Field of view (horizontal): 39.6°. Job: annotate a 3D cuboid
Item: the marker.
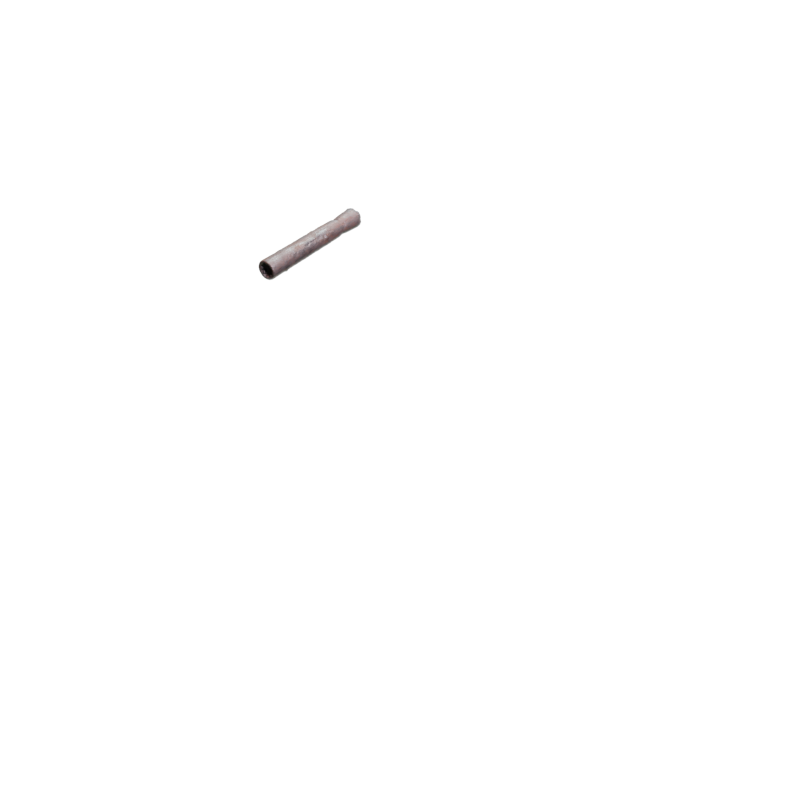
[{"bbox_3d":[-0.077,-0.141,0.985,0.021,0.019,0.122,3,32,44],"label":"marker"}]
